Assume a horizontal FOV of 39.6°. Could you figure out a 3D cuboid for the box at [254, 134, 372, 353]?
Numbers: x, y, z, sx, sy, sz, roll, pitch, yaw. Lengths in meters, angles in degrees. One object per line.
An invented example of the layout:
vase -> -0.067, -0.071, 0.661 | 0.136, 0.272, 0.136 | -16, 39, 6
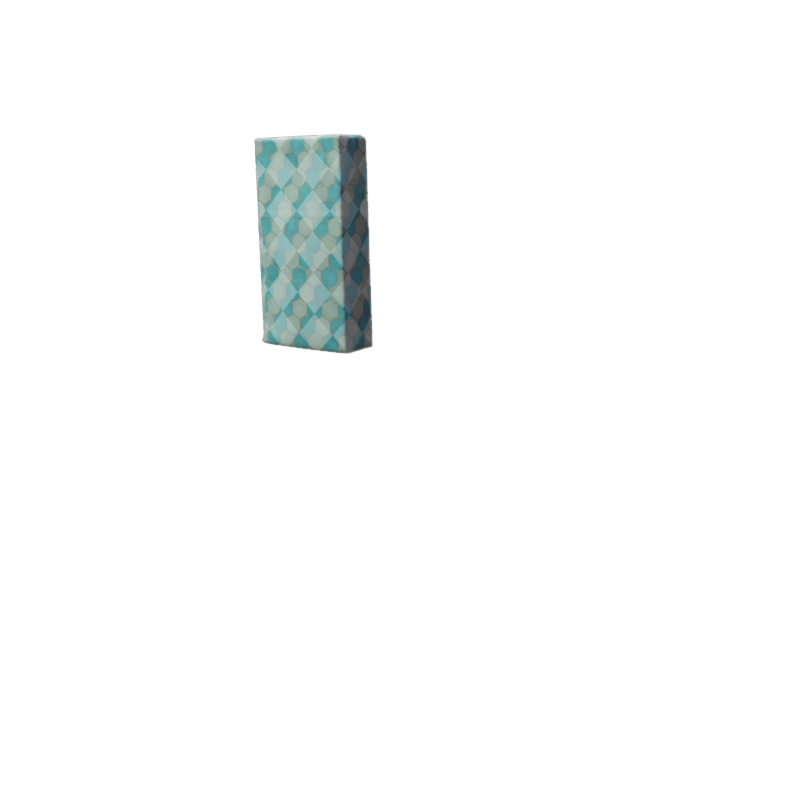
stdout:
box -> -0.072, -0.132, 0.921 | 0.097, 0.175, 0.046 | 4, 5, 37
